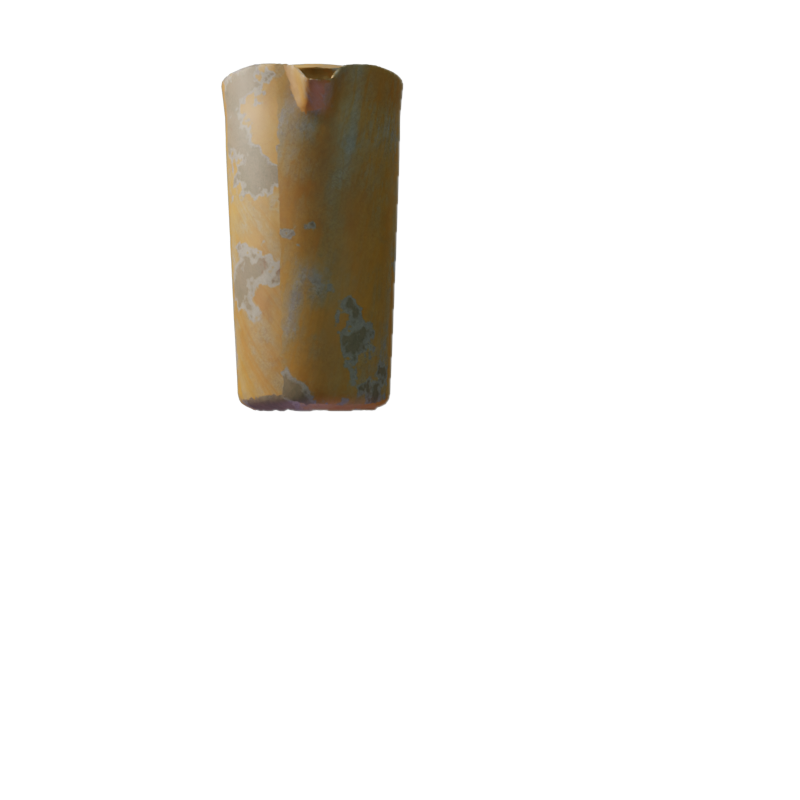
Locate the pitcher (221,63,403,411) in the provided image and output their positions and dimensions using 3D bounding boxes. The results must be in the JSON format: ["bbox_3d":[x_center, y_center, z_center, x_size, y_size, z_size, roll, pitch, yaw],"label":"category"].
[{"bbox_3d":[-0.063,-0.116,0.809,0.149,0.247,0.142,-5,-7,38],"label":"pitcher"}]
